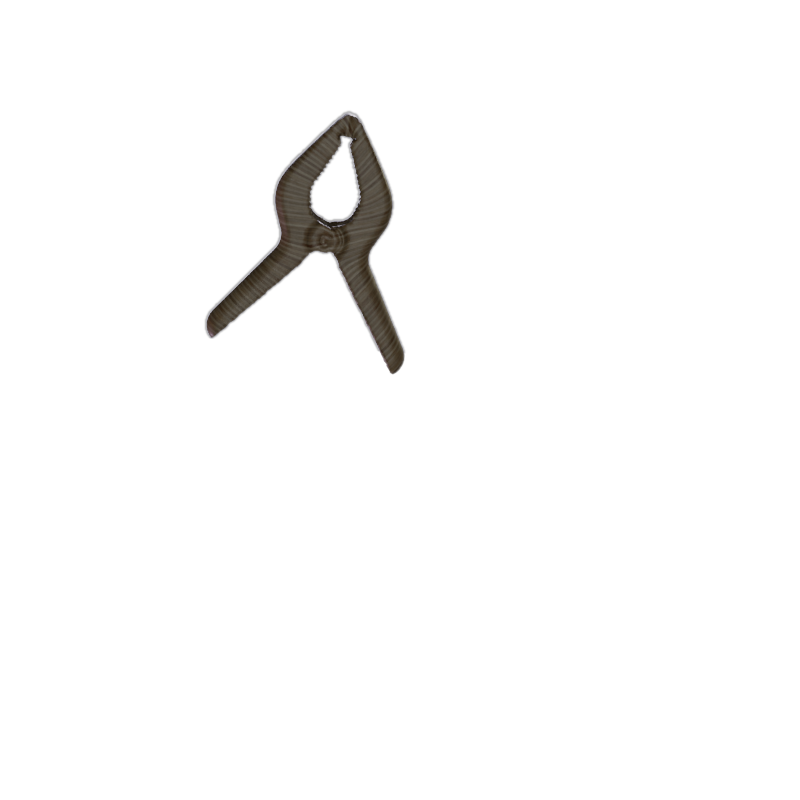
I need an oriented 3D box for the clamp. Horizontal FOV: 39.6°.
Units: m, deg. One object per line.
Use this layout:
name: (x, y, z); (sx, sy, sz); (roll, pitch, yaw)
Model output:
clamp: (-0.070, -0.128, 0.895); (0.164, 0.205, 0.037); (5, 11, -1)
